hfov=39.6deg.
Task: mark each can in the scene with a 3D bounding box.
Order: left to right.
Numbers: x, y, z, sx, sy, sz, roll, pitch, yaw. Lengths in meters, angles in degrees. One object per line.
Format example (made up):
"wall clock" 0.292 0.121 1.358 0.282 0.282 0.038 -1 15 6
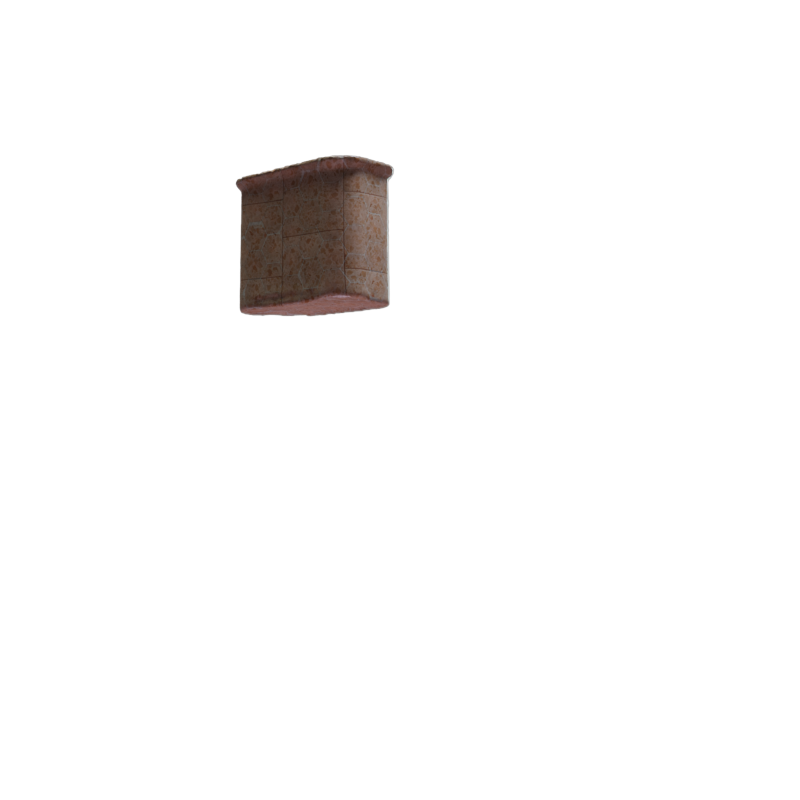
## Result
"can" -0.053 -0.096 0.674 0.105 0.086 0.055 -5 -9 41
